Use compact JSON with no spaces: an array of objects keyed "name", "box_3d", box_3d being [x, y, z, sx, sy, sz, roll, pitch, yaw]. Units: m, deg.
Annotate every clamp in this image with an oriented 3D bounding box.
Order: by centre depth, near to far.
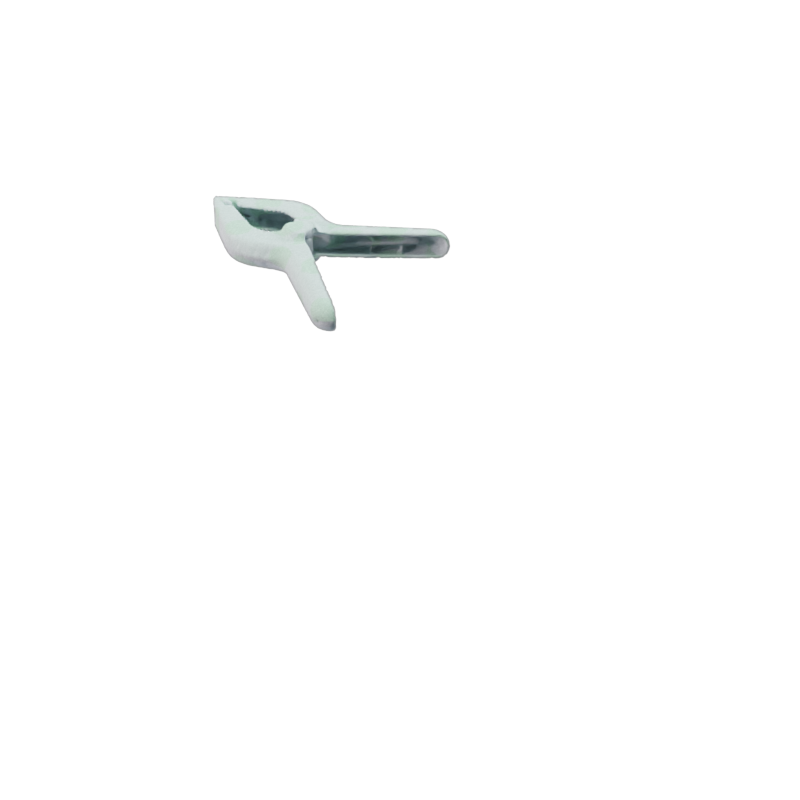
[{"name":"clamp","box_3d":[-0.075,-0.136,0.952,0.164,0.034,0.224,-29,44,-35]}]
